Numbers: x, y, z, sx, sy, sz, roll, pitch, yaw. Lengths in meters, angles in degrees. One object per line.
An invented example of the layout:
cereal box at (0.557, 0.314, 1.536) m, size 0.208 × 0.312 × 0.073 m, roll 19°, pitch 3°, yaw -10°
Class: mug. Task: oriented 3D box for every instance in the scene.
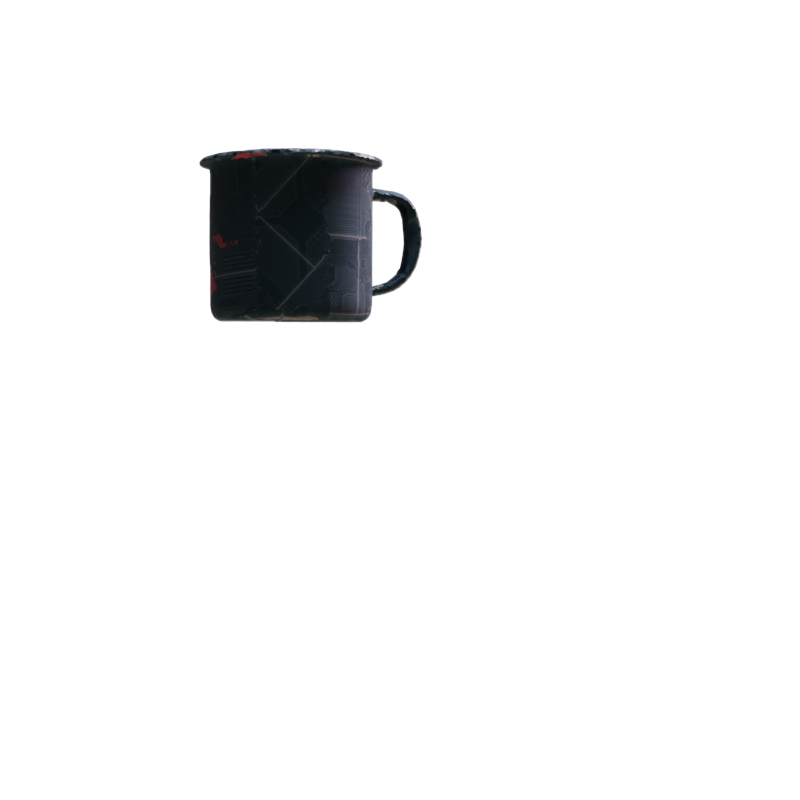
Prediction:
mug at (-0.044, -0.080, 0.564) m, size 0.114 × 0.082 × 0.096 m, roll -1°, pitch 1°, yaw -23°
